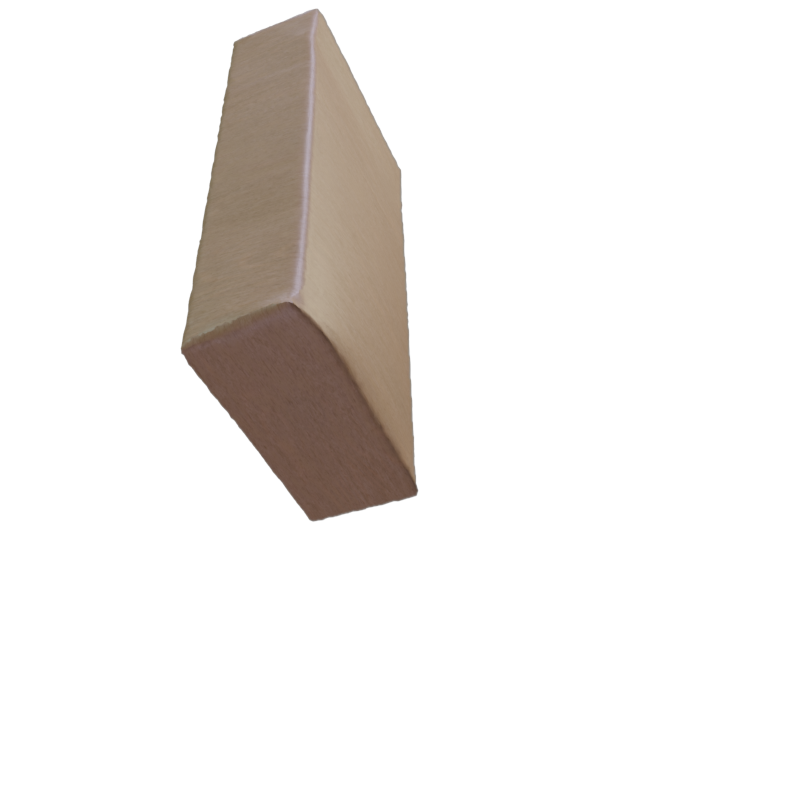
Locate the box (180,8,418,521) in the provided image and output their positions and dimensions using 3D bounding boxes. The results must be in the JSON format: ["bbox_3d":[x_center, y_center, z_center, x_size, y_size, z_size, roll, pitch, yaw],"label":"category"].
[{"bbox_3d":[-0.032,-0.057,0.404,0.048,0.189,0.086,-20,-49,14],"label":"box"}]
